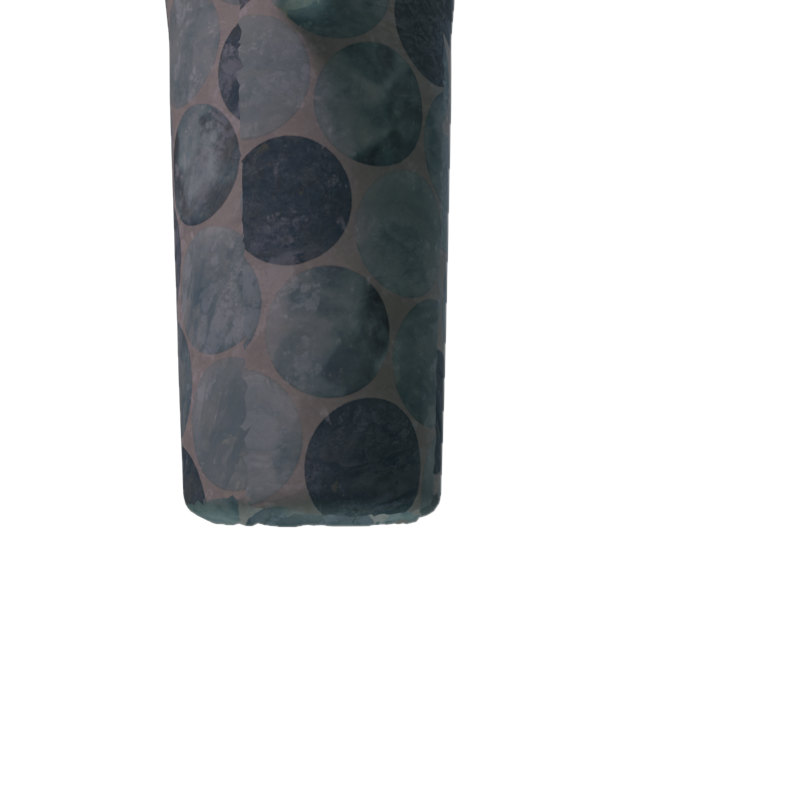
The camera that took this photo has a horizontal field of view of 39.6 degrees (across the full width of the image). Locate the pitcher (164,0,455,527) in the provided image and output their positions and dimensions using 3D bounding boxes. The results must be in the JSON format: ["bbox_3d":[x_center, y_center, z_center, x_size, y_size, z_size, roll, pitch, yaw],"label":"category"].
[{"bbox_3d":[-0.039,-0.071,0.498,0.149,0.249,0.142,-9,-13,42],"label":"pitcher"}]
